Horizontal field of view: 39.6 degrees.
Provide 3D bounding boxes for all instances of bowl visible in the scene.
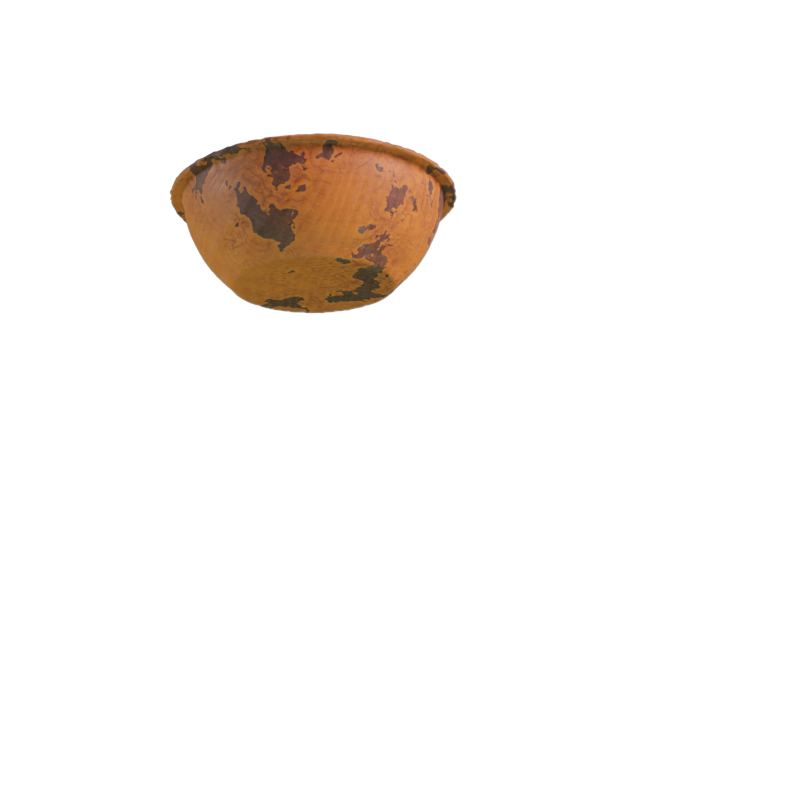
[{"bbox_3d":[-0.049,-0.089,0.621,0.162,0.058,0.155,0,-16,-2],"label":"bowl"}]
